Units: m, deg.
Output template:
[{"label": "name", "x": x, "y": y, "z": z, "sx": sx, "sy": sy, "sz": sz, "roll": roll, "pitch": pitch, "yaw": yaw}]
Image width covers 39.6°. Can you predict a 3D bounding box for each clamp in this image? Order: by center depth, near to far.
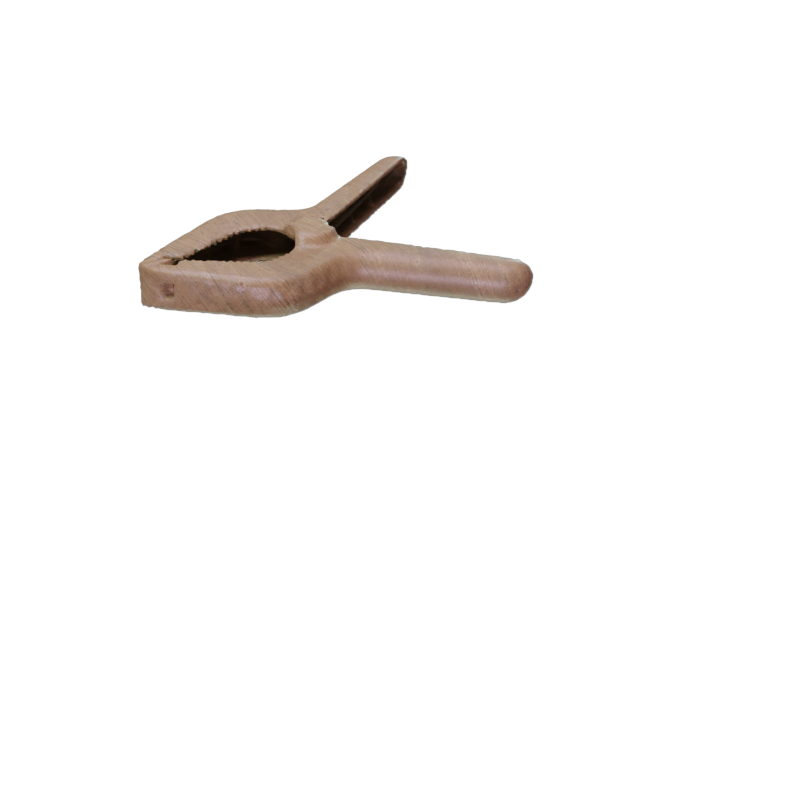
[{"label": "clamp", "x": -0.051, "y": -0.093, "z": 0.651, "sx": 0.207, "sy": 0.034, "sz": 0.177, "roll": -10, "pitch": 36, "yaw": -15}]
